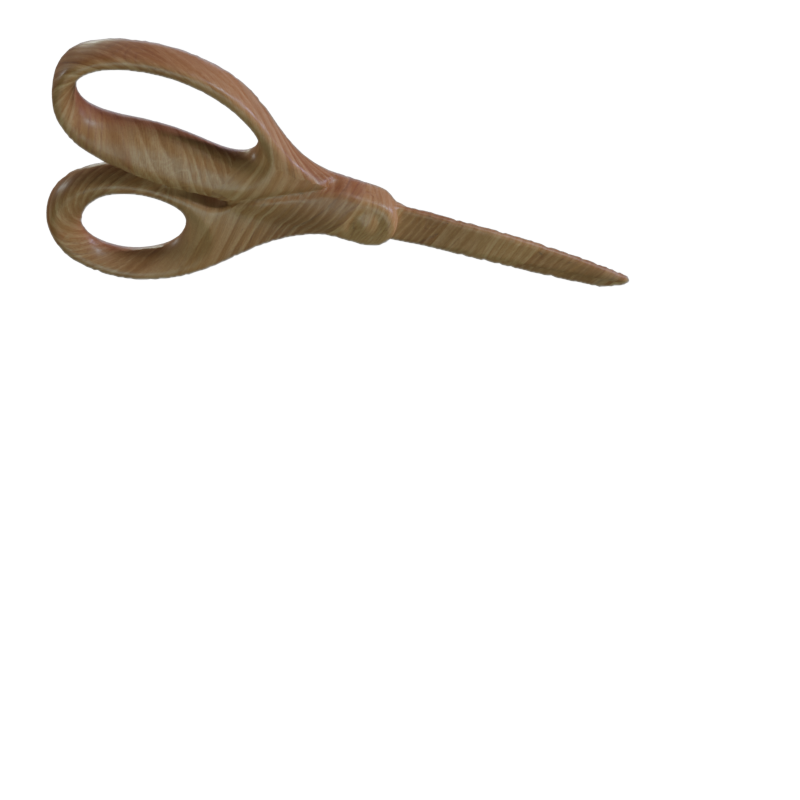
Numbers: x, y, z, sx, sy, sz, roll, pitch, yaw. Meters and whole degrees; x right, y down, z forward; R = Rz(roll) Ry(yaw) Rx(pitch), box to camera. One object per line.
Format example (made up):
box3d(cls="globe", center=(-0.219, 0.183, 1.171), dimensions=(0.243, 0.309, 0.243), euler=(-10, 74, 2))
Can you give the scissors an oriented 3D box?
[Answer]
box3d(cls="scissors", center=(-0.029, -0.053, 0.371), dimensions=(0.192, 0.017, 0.094), euler=(25, -49, -24))
